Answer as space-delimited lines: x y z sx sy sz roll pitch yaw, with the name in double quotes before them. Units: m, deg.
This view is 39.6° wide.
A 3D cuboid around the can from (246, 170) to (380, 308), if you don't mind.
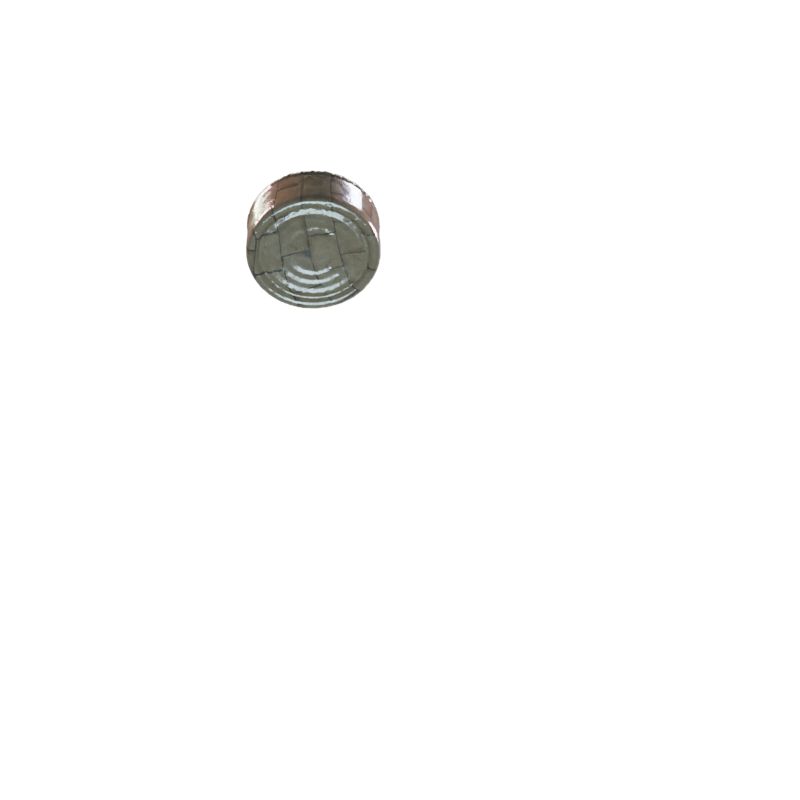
"can" -0.055 -0.100 0.702 0.086 0.080 0.036 1 37 -1
